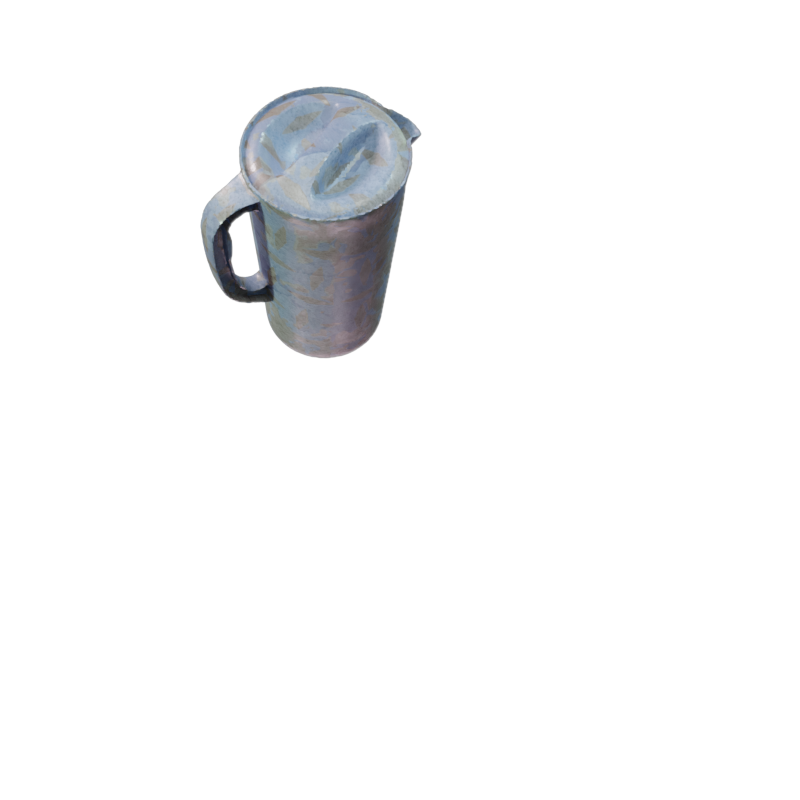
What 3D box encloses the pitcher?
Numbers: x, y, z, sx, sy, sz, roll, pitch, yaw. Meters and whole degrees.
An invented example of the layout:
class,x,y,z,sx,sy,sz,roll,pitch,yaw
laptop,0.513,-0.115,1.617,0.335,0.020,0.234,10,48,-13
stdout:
class,x,y,z,sx,sy,sz,roll,pitch,yaw
pitcher,-0.073,-0.134,0.935,0.151,0.153,0.228,13,-31,5
